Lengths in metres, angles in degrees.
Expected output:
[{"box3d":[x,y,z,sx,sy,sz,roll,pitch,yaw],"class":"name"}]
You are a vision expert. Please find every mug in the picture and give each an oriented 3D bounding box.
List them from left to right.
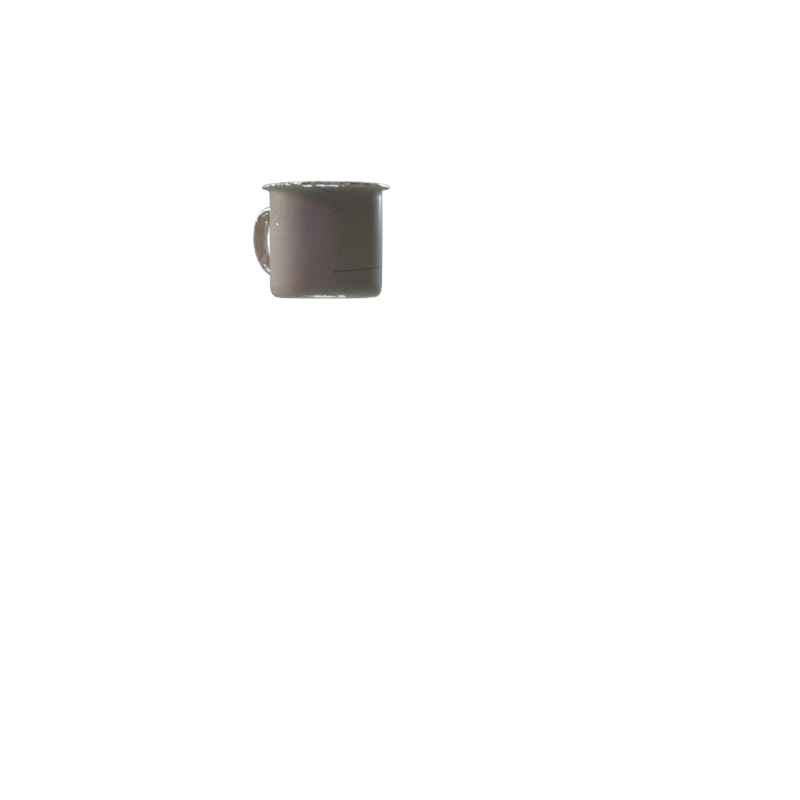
[{"box3d":[-0.064,-0.116,0.812,0.122,0.081,0.090,3,5,37],"class":"mug"}]
